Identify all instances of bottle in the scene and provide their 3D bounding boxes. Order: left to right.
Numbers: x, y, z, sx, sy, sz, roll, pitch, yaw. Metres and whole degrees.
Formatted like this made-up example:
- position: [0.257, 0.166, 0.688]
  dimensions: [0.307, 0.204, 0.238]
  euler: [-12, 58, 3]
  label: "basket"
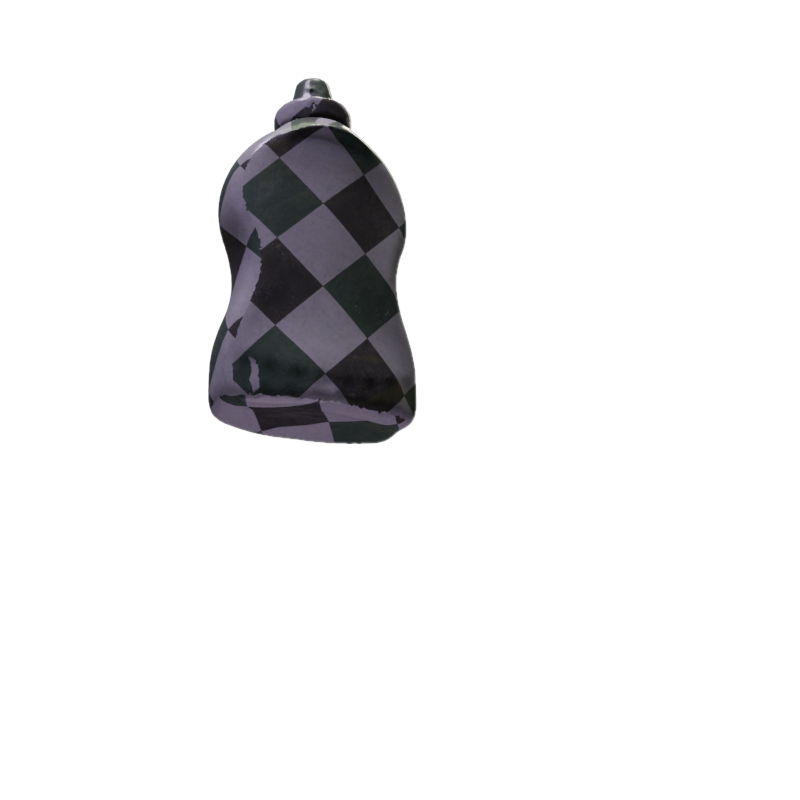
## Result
- position: [-0.044, -0.079, 0.554]
  dimensions: [0.093, 0.203, 0.057]
  euler: [8, -28, -20]
  label: "bottle"
